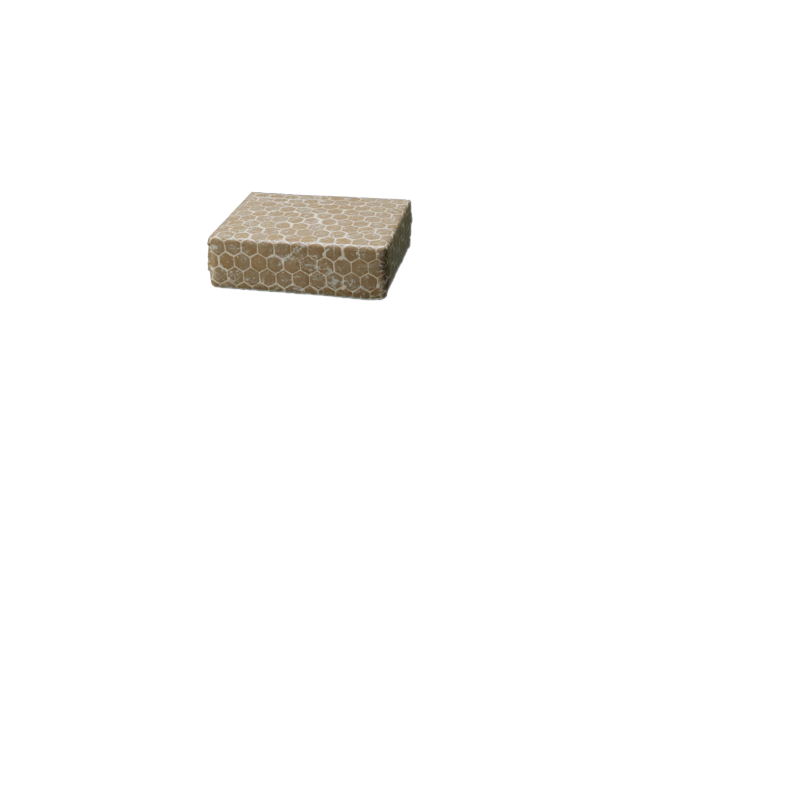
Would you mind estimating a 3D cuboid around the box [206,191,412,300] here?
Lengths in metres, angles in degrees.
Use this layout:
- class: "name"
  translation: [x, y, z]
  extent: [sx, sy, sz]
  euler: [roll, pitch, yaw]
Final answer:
- class: "box"
  translation: [-0.055, -0.100, 0.701]
  extent: [0.116, 0.037, 0.093]
  euler: [6, 29, 11]
